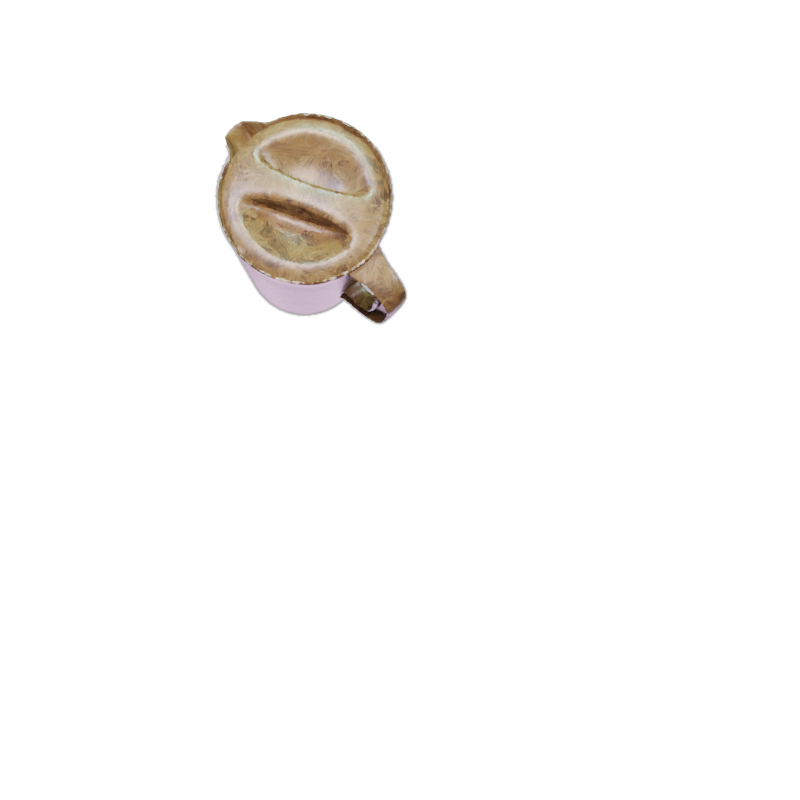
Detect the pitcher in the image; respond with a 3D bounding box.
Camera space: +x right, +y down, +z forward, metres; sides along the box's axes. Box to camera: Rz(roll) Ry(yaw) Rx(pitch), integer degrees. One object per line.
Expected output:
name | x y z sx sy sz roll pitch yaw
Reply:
pitcher | -0.074 -0.134 0.941 0.144 0.153 0.238 0 -7 -3
